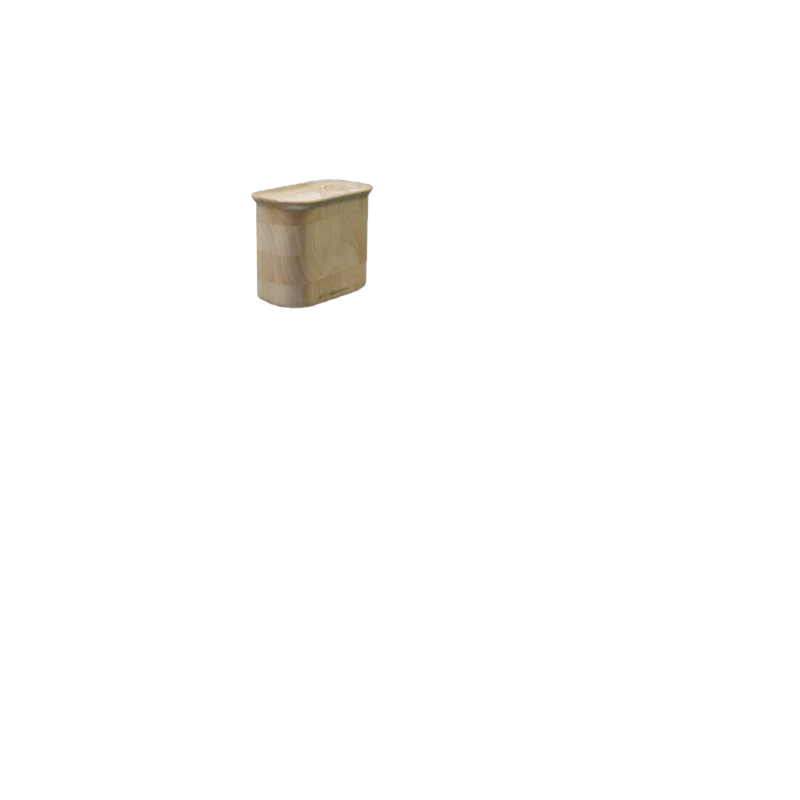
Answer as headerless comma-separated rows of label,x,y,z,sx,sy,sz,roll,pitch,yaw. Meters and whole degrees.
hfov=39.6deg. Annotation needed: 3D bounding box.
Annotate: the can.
can,-0.068,-0.124,0.870,0.060,0.081,0.100,12,21,36
